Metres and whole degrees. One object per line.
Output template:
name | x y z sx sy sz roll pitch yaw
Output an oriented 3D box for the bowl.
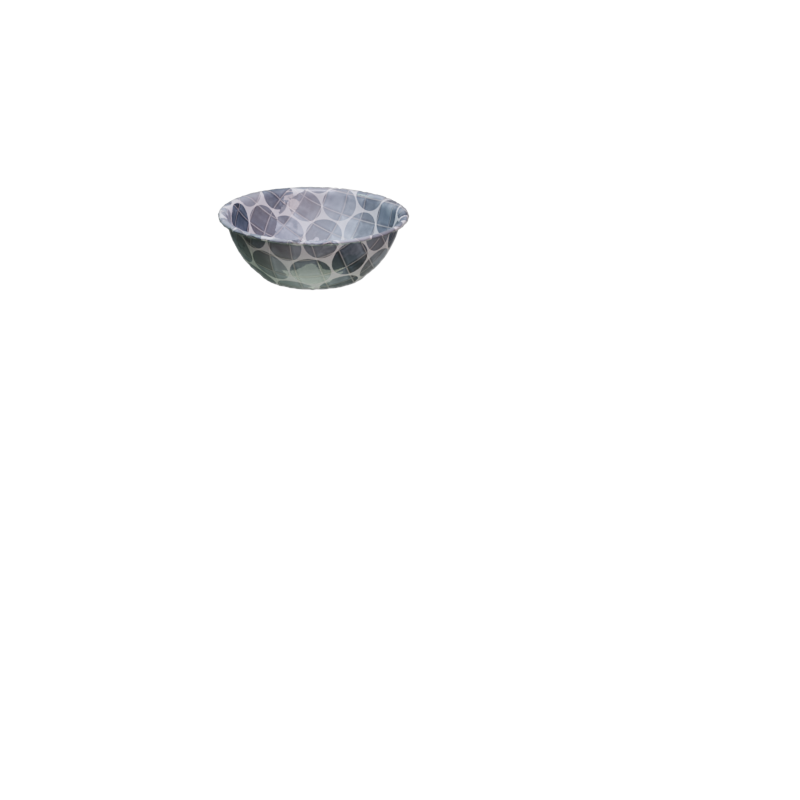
bowl | -0.074 -0.135 0.946 0.162 0.052 0.170 -1 24 -2
